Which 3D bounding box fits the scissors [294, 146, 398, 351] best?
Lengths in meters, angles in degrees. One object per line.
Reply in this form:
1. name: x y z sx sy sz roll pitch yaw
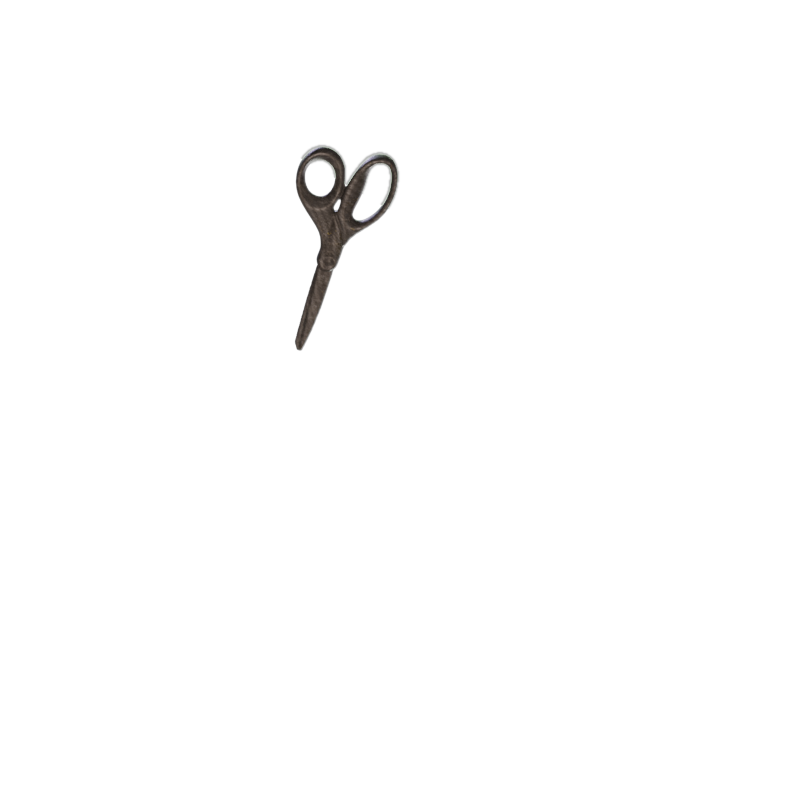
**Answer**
1. scissors: -0.077 -0.140 0.980 0.093 0.197 0.017 31 21 -14
